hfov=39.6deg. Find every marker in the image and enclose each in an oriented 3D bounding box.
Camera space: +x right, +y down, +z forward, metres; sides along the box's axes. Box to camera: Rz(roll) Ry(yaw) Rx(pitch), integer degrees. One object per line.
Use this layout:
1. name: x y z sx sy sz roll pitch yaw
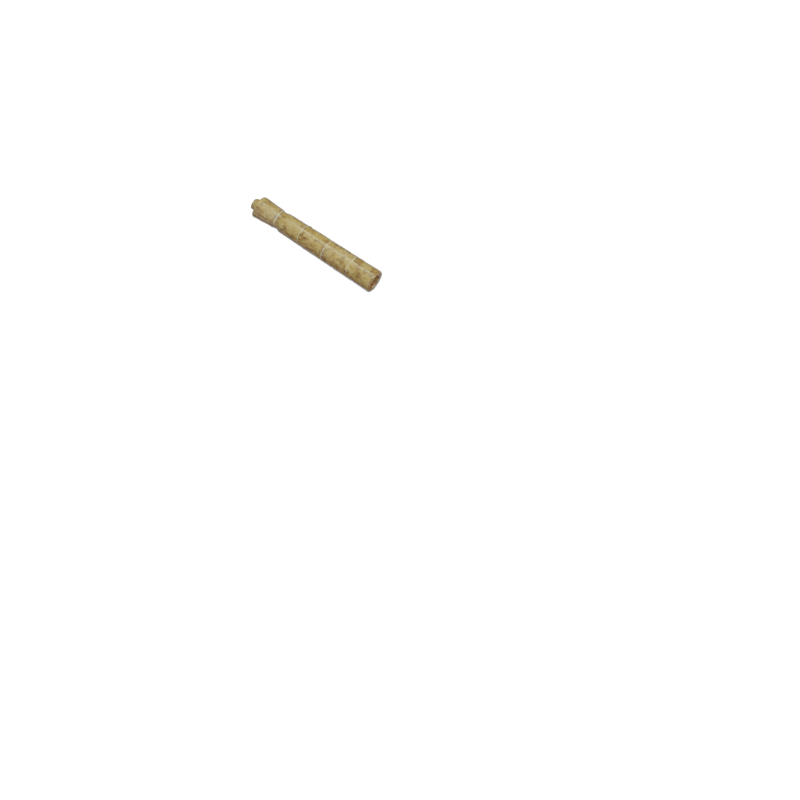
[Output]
1. marker: -0.068 -0.124 0.870 0.126 0.019 0.019 35 15 19
